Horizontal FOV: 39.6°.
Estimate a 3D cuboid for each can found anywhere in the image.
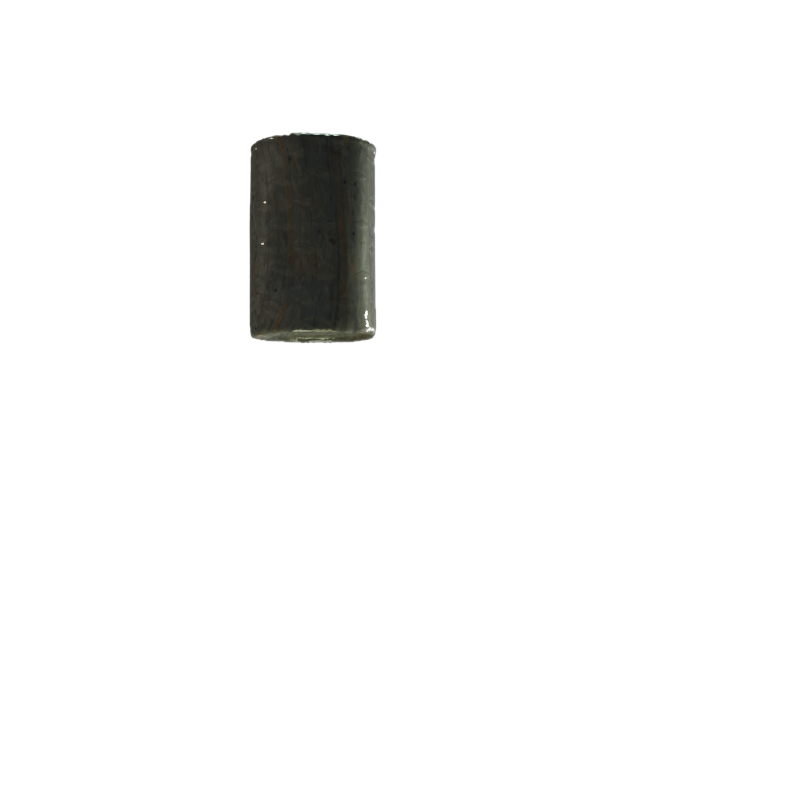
[{"bbox_3d":[-0.046,-0.084,0.588,0.068,0.105,0.067,0,-8,-2],"label":"can"}]
